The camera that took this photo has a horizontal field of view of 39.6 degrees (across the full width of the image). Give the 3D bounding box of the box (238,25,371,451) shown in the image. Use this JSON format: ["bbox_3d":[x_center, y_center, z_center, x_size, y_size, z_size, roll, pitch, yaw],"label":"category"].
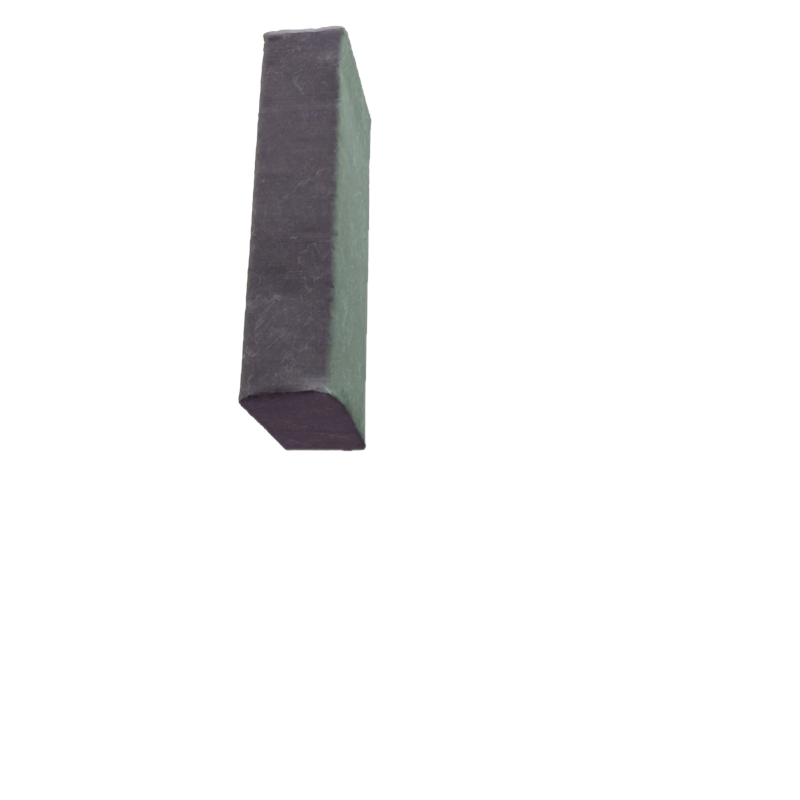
[{"bbox_3d":[-0.040,-0.073,0.513,0.048,0.185,0.088,-4,-22,6],"label":"box"}]
